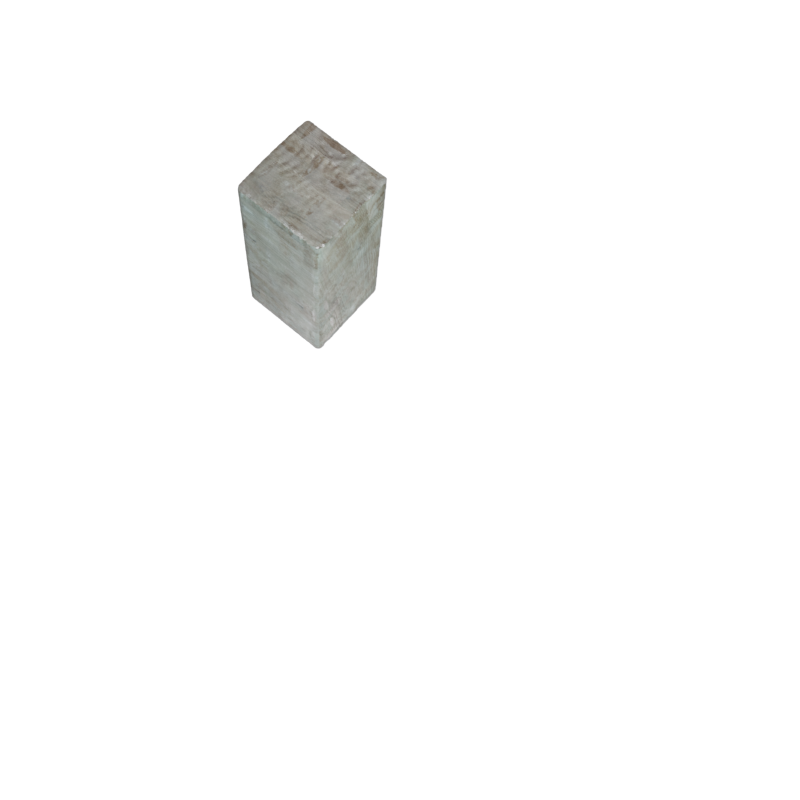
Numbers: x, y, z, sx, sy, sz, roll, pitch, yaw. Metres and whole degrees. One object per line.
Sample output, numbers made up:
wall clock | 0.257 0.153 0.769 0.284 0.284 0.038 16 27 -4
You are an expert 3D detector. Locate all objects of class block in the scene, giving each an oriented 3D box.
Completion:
block | -0.077 -0.140 0.981 0.094 0.092 0.196 39 -19 11
